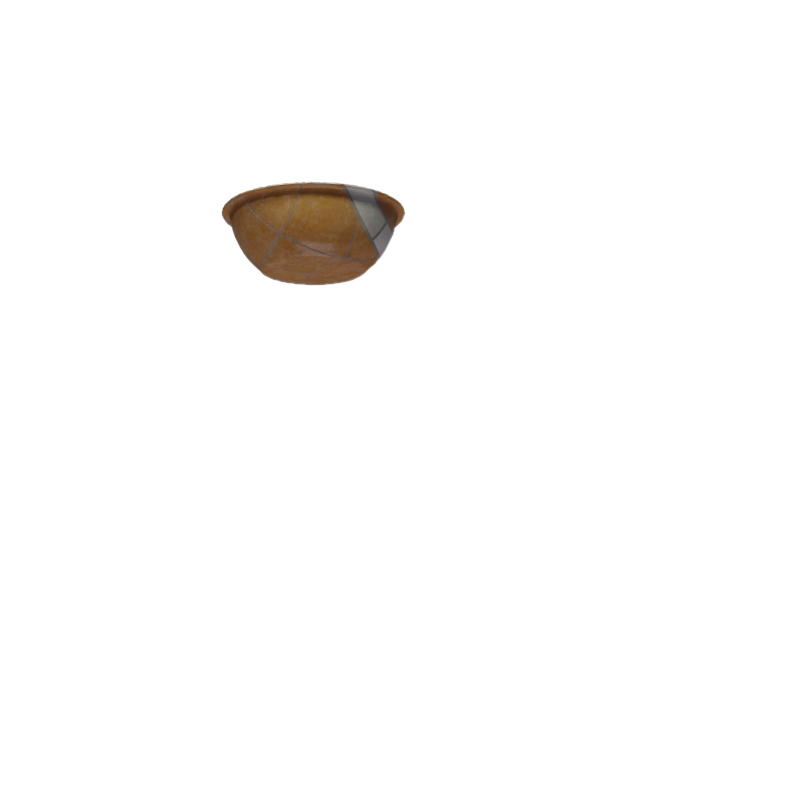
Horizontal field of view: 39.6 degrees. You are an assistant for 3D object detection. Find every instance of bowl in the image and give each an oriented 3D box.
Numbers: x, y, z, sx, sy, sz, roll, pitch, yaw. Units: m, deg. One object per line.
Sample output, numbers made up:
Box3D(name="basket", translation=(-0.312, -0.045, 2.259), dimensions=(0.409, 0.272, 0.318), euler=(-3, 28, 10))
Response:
Box3D(name="bowl", translation=(-0.076, -0.139, 0.971), dimensions=(0.162, 0.057, 0.157), euler=(0, -11, -2))
